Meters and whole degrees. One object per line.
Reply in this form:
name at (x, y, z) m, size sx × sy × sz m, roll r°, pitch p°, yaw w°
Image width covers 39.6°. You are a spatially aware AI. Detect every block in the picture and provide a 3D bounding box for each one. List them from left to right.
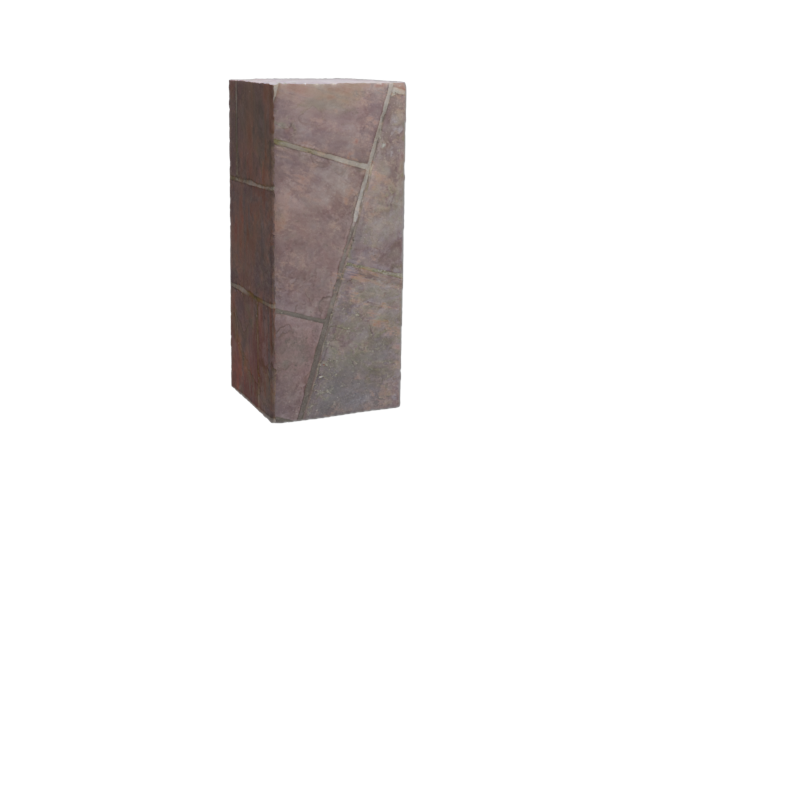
block at (-0.055, -0.102, 0.712) m, size 0.088 × 0.201 × 0.095 m, roll -4°, pitch 12°, yaw -24°
